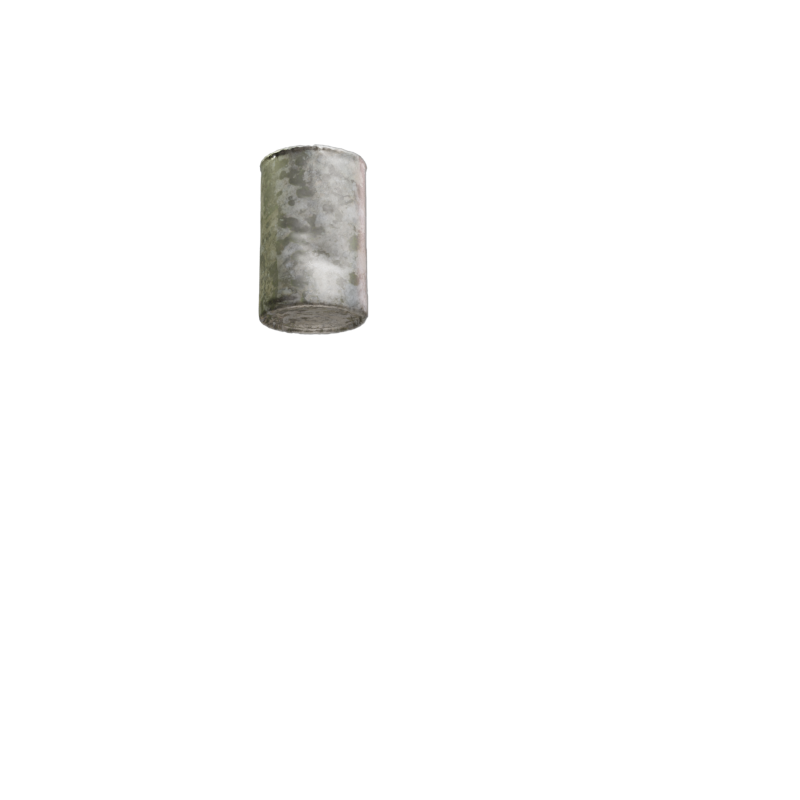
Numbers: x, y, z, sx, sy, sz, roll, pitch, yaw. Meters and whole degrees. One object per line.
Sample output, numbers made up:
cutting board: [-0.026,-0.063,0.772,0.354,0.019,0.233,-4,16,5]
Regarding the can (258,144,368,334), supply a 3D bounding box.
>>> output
can: [-0.054,-0.098,0.686,0.068,0.107,0.066,0,-17,-2]
